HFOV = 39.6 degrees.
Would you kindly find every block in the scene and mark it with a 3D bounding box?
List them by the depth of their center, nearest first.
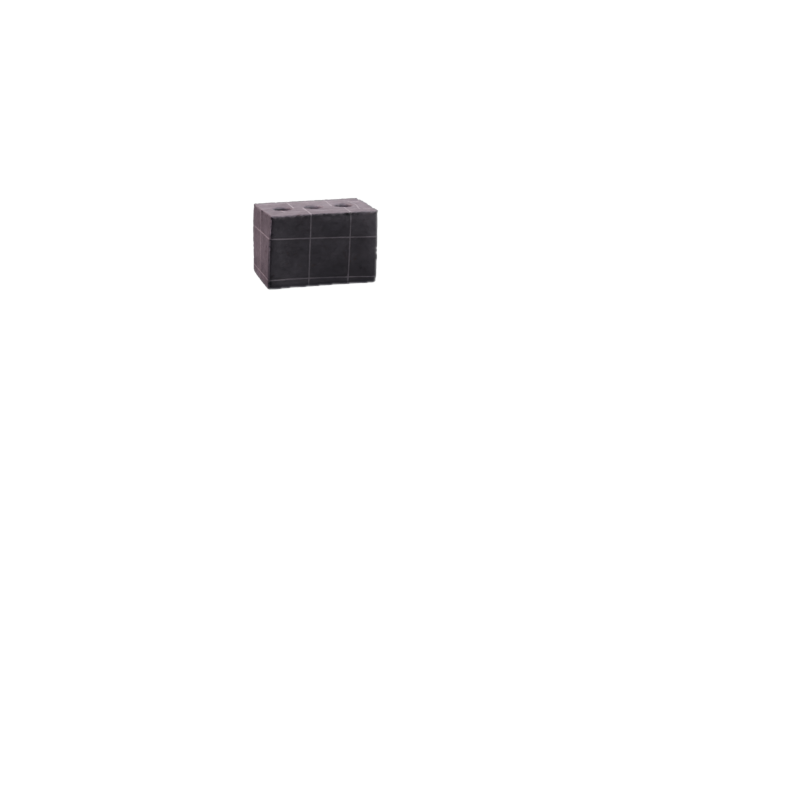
[{"bbox_3d":[-0.060,-0.110,0.772,0.076,0.049,0.056,-6,19,-17],"label":"block"}]
